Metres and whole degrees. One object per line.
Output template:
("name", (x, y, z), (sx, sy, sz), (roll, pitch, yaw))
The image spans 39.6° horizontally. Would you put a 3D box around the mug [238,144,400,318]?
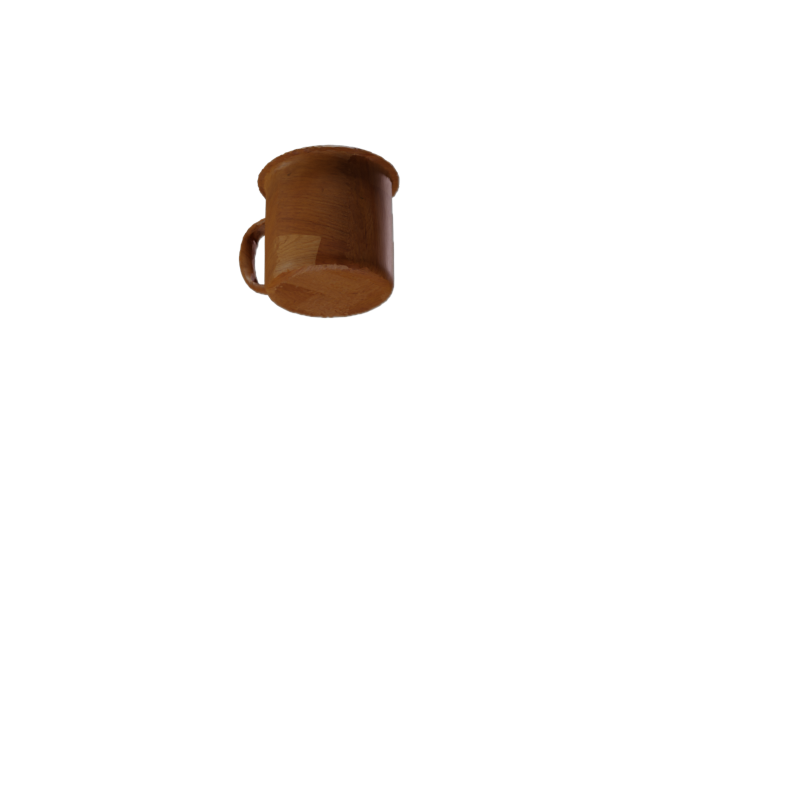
("mug", (-0.056, -0.102, 0.711), (0.119, 0.086, 0.087), (-13, -26, 28))
